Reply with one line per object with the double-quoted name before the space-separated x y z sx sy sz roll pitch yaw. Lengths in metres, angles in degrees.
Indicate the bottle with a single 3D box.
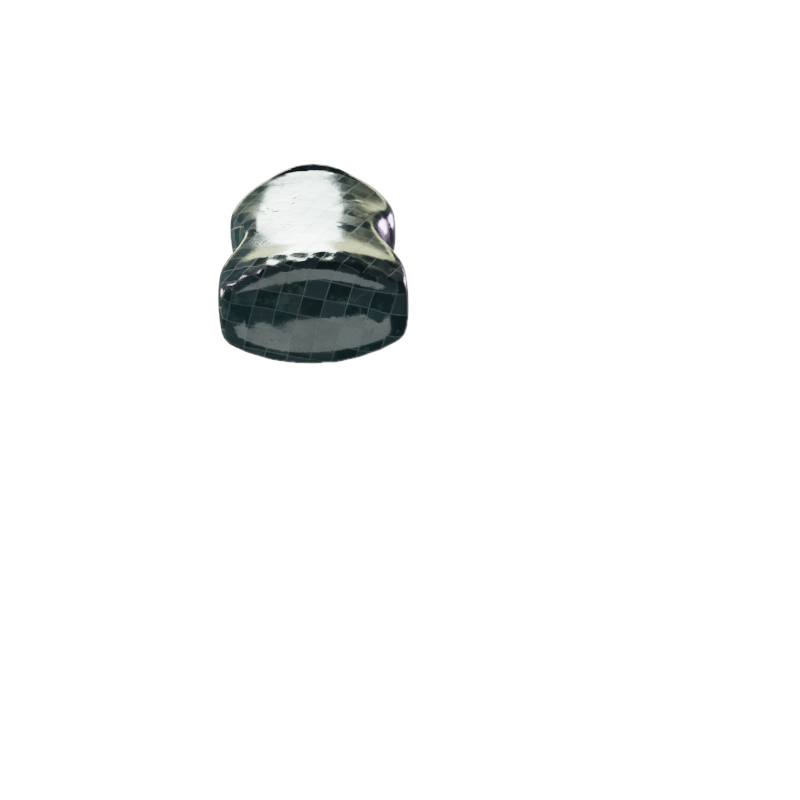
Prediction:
"bottle" -0.050 -0.091 0.636 0.096 0.055 0.203 -4 29 -1
